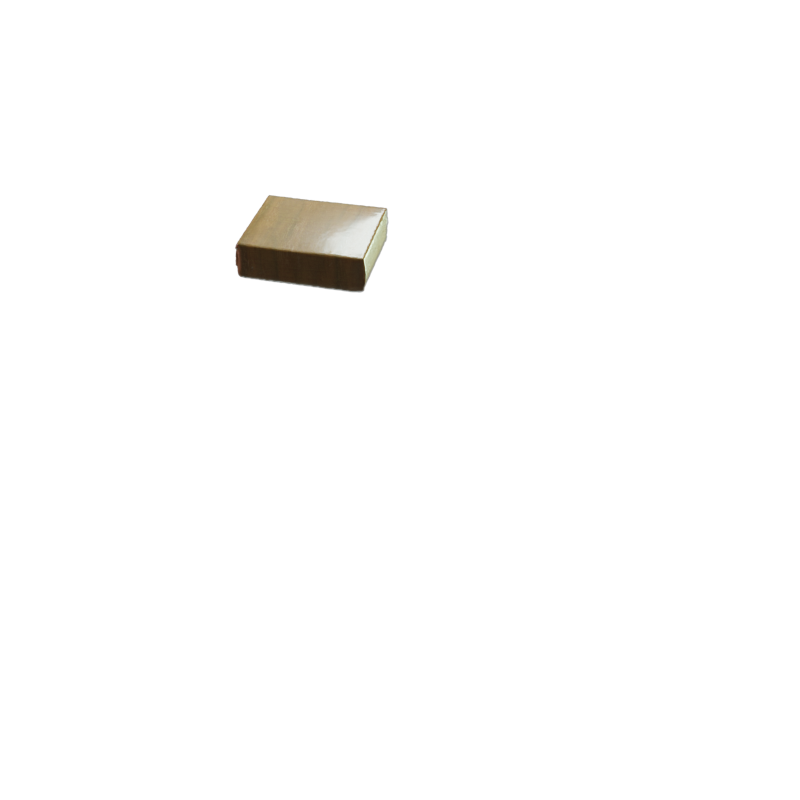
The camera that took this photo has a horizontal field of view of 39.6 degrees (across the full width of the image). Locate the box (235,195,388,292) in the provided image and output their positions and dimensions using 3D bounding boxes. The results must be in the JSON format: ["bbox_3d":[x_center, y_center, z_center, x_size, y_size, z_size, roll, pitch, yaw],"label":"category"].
[{"bbox_3d":[-0.074,-0.136,0.951,0.116,0.036,0.094,9,38,11],"label":"box"}]
